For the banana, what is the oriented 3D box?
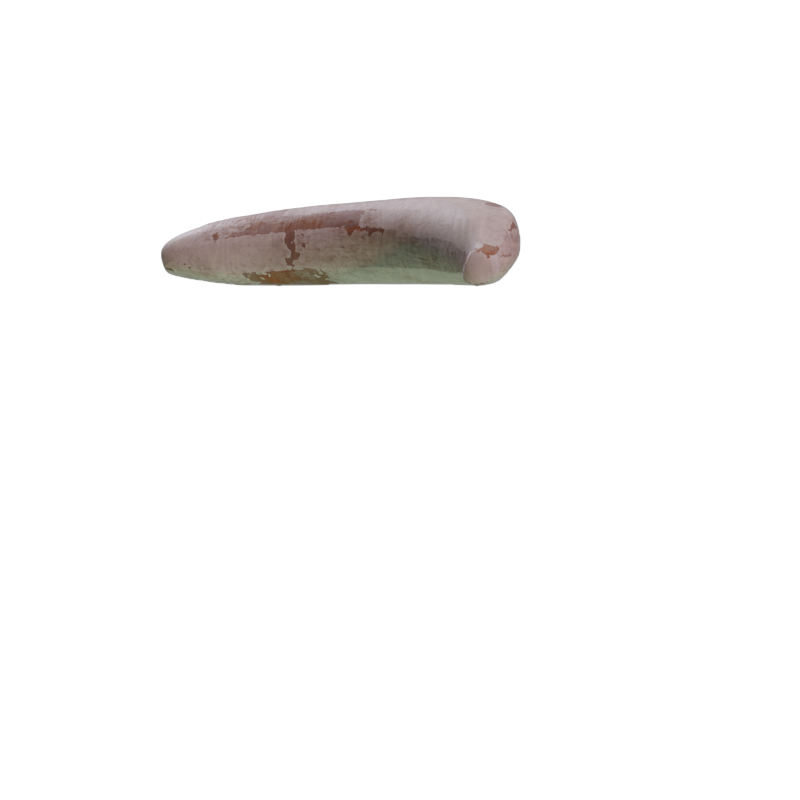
[{"bbox_3d":[-0.020,-0.067,0.469,0.067,0.037,0.206,-4,7,-44],"label":"banana"}]
